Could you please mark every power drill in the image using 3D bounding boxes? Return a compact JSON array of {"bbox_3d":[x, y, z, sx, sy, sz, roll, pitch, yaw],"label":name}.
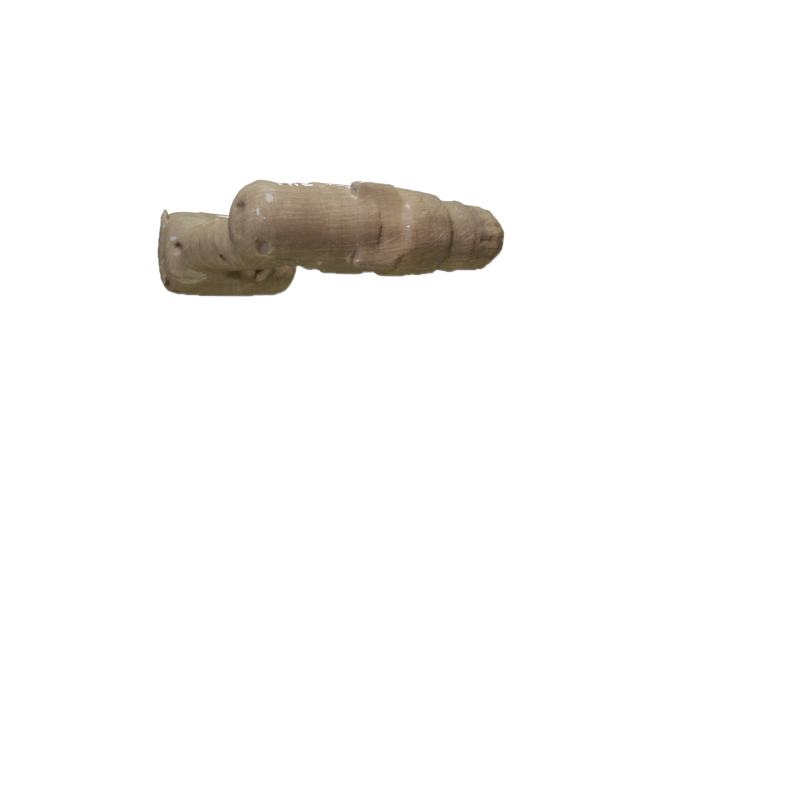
[{"bbox_3d":[-0.055,-0.100,0.698,0.177,0.058,0.193,1,-2,-36],"label":"power drill"}]
